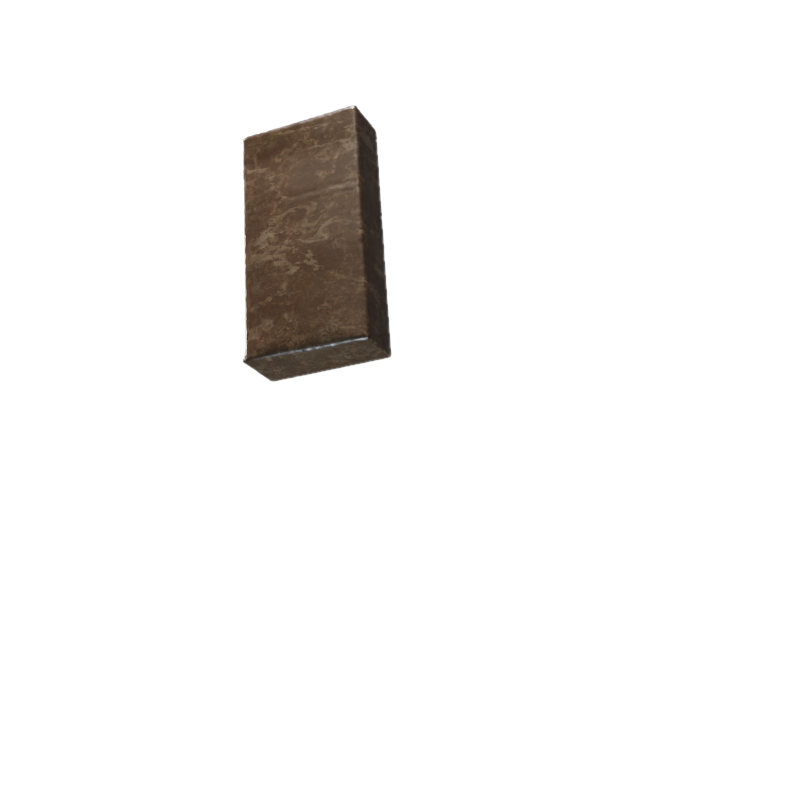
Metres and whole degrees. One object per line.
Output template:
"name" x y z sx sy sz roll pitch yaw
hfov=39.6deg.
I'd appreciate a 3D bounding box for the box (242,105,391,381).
"box" -0.059 -0.108 0.760 0.095 0.187 0.045 -13 -29 21
